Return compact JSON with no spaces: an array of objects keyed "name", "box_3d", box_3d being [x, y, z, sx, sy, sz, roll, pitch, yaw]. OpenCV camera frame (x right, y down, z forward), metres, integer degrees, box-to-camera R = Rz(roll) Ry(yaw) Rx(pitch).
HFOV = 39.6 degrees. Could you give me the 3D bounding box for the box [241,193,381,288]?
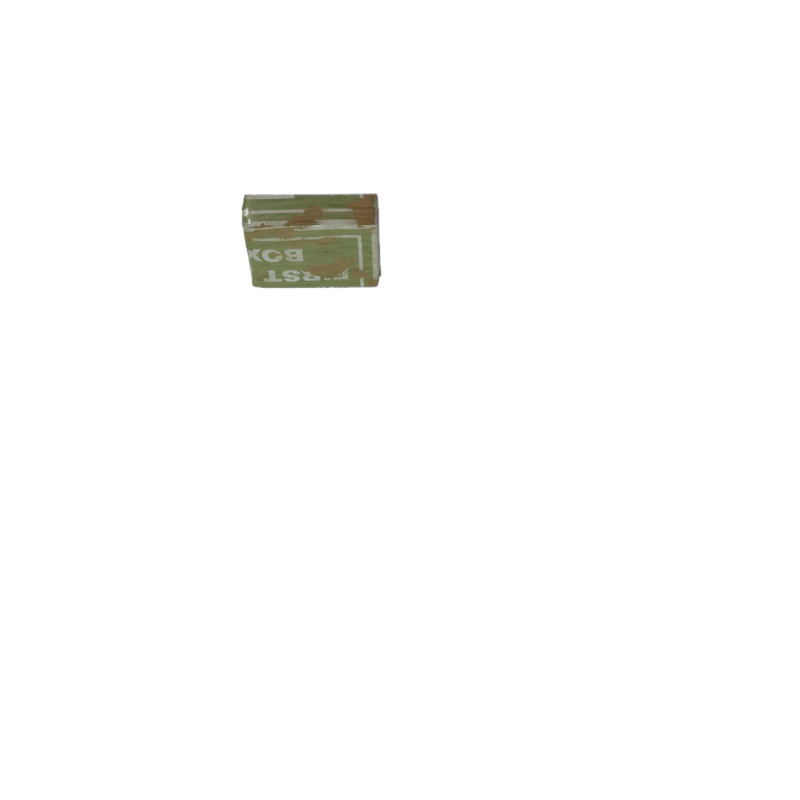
[{"name":"box","box_3d":[-0.073,-0.133,0.932,0.114,0.042,0.084,-1,-33,1]}]
